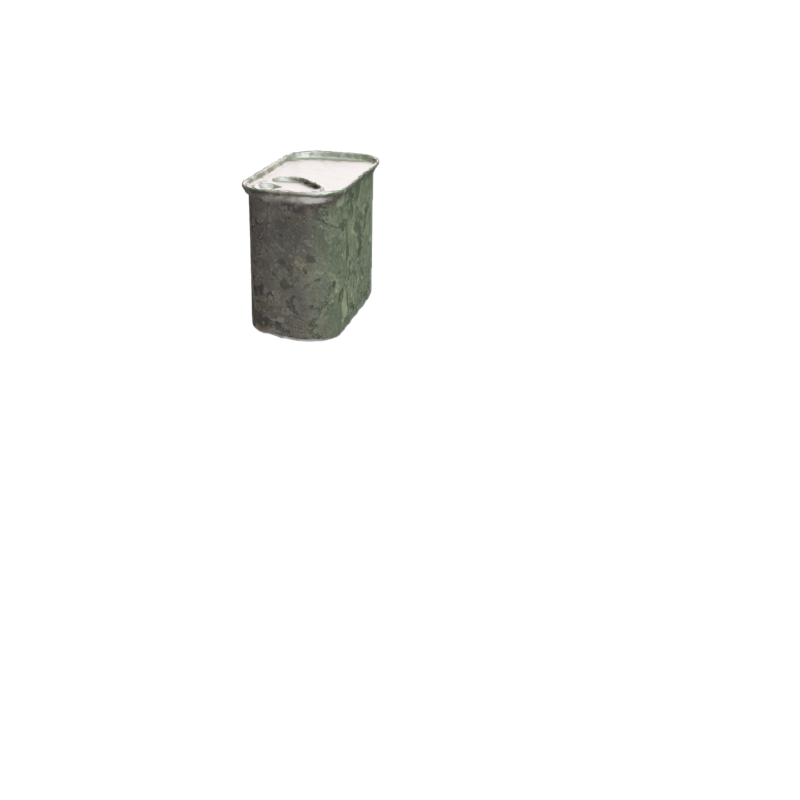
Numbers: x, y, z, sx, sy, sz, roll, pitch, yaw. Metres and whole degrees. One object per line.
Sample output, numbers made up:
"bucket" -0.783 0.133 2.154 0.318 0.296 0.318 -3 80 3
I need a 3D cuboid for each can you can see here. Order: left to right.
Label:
"can" -0.049 -0.089 0.625 0.059 0.080 0.104 6 22 13
